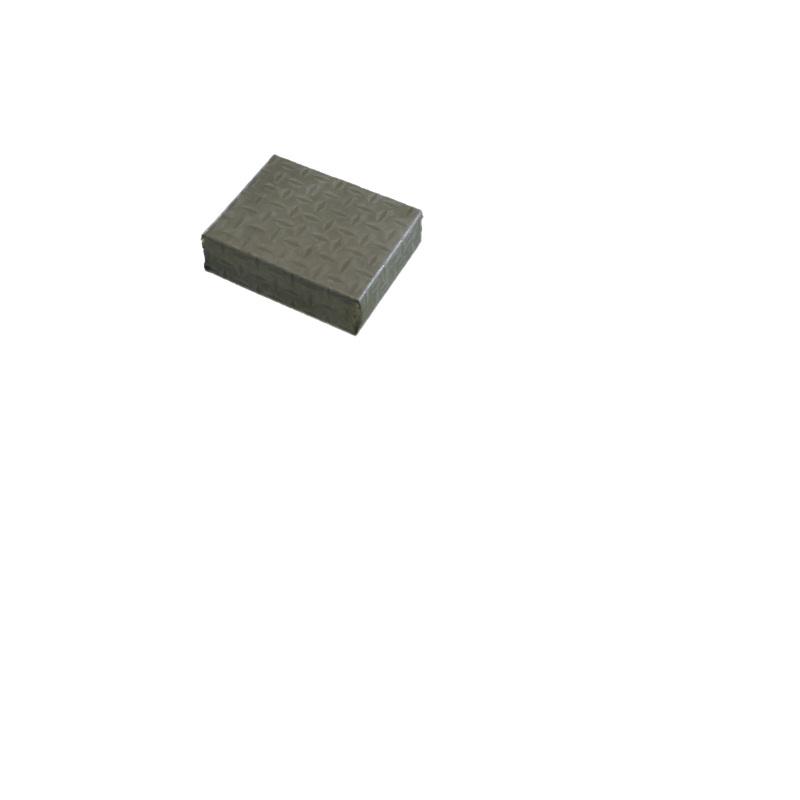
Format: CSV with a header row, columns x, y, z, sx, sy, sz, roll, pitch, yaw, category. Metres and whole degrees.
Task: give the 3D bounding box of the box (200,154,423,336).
x,y,z,sx,sy,sz,roll,pitch,yaw,category
-0.055,-0.100,0.699,0.118,0.036,0.093,21,50,18,box
